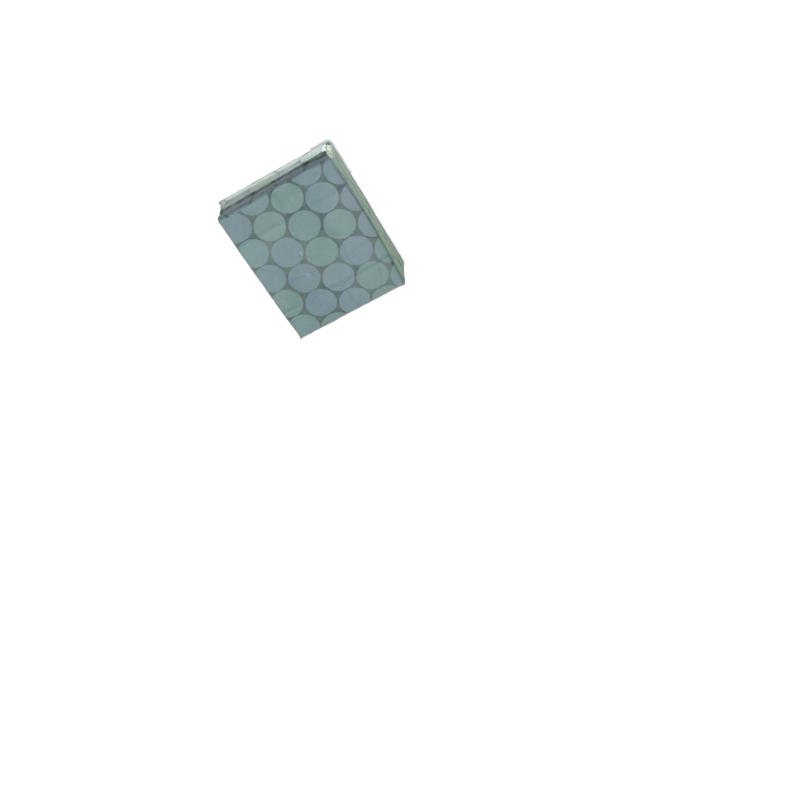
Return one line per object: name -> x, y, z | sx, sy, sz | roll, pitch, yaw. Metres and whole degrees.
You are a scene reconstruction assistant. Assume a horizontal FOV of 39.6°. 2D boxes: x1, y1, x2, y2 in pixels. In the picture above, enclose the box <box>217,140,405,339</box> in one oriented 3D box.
box -> -0.060, -0.110, 0.770 | 0.090, 0.107, 0.041 | -27, 24, 12
